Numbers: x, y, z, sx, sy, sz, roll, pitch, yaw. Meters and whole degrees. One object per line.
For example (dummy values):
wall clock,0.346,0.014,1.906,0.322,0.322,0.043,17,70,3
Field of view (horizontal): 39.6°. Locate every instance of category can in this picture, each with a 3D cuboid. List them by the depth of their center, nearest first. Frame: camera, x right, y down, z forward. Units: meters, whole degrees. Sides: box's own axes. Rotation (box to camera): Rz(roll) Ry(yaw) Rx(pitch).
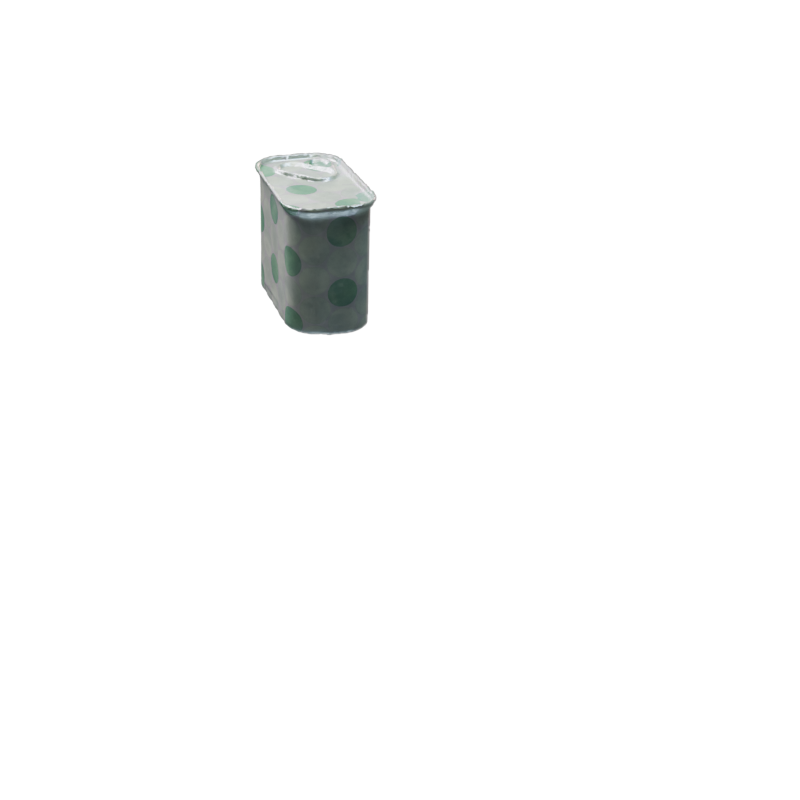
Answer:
can,-0.054,-0.098,0.689,0.056,0.079,0.109,-7,28,-17
